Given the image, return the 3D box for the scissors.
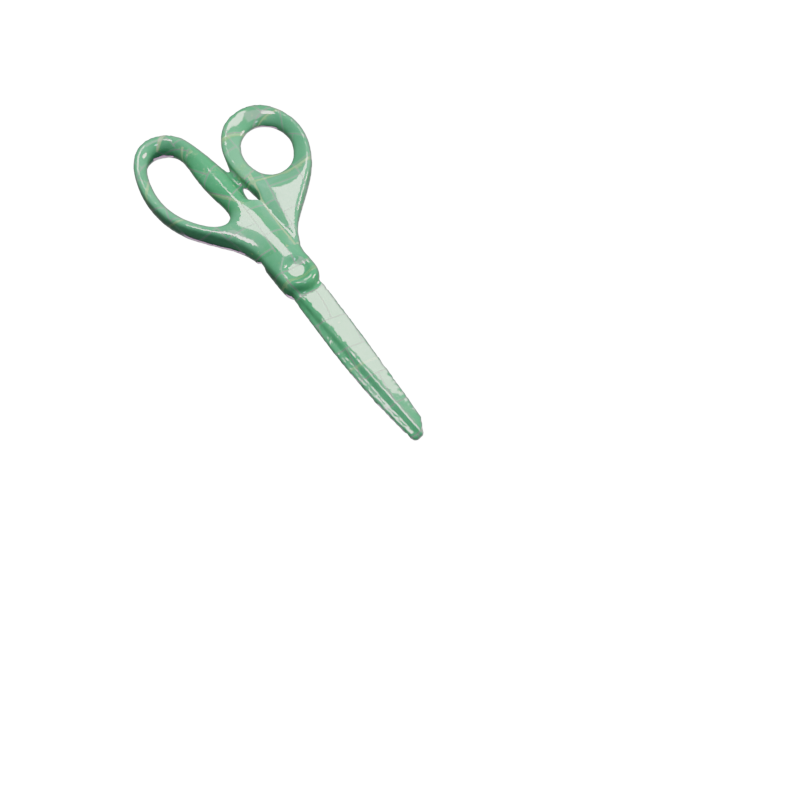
[{"bbox_3d":[-0.041,-0.075,0.528,0.212,0.098,0.015,37,-25,20],"label":"scissors"}]
